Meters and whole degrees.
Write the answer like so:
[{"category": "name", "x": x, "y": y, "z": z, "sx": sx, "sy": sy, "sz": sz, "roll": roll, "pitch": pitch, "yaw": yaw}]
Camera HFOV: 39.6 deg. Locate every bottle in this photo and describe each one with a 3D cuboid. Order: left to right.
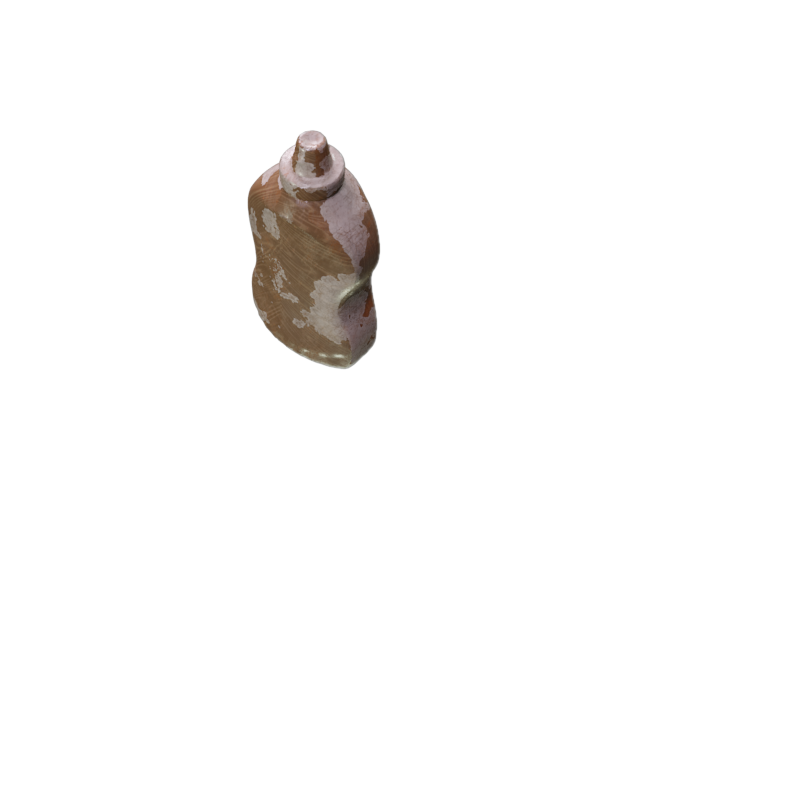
[{"category": "bottle", "x": -0.058, "y": -0.105, "z": 0.734, "sx": 0.101, "sy": 0.179, "sz": 0.059, "roll": 38, "pitch": 61, "yaw": 21}]
